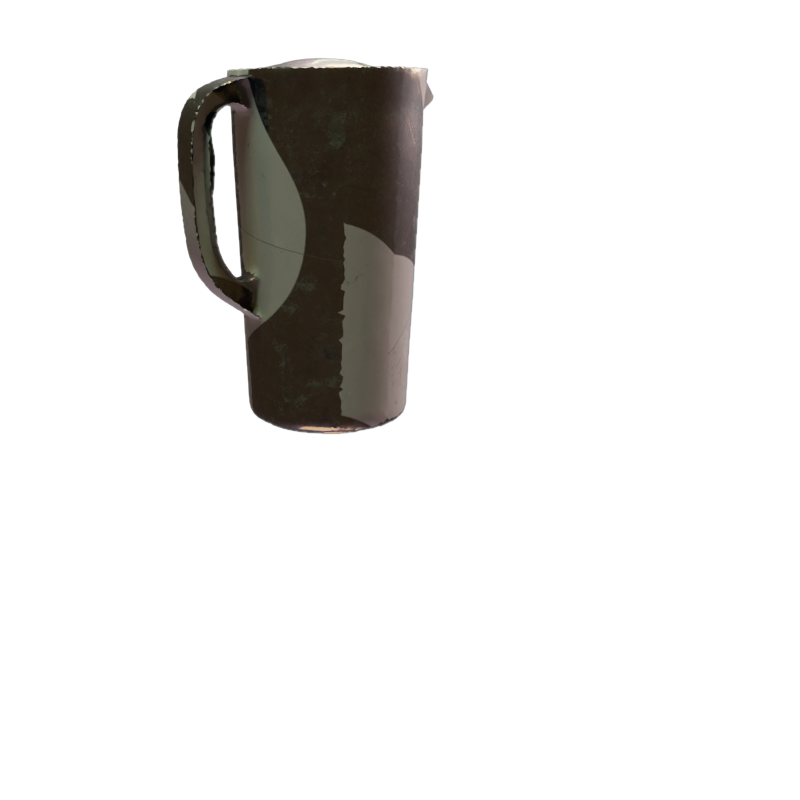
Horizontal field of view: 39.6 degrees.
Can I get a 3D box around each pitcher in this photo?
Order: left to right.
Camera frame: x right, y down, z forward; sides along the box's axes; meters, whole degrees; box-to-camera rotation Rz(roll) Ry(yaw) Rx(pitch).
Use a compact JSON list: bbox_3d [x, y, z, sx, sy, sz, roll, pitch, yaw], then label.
[{"bbox_3d":[-0.058,-0.106,0.743,0.151,0.239,0.146,2,9,10],"label":"pitcher"}]
